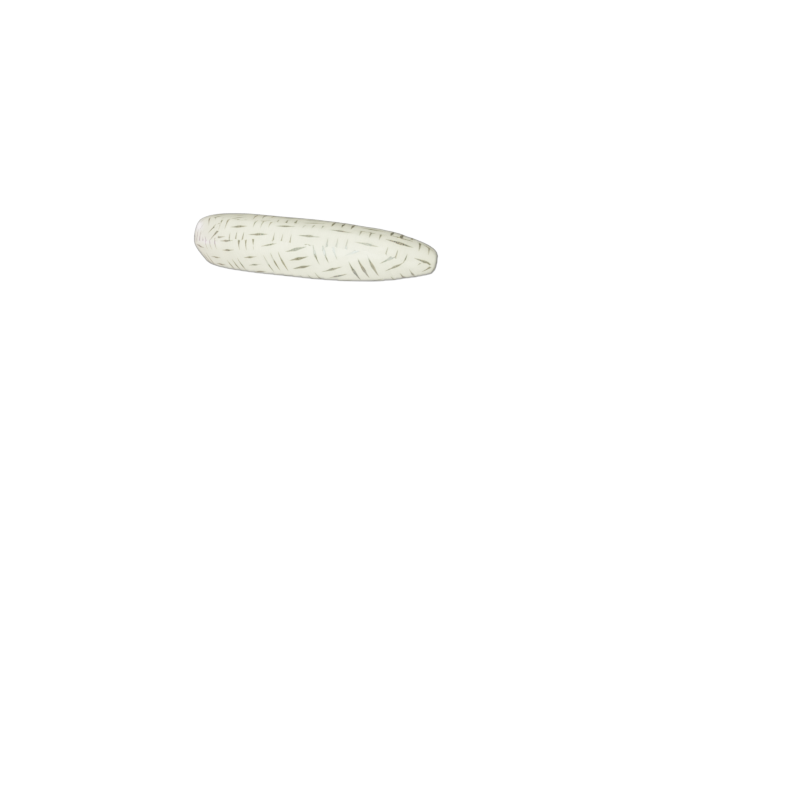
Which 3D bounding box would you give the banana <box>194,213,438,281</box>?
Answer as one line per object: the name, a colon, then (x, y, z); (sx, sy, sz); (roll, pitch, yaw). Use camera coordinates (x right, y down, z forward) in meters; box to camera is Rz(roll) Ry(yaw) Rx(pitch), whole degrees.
banana: (-0.071, -0.099, 0.704); (0.208, 0.036, 0.068); (13, 18, 42)
